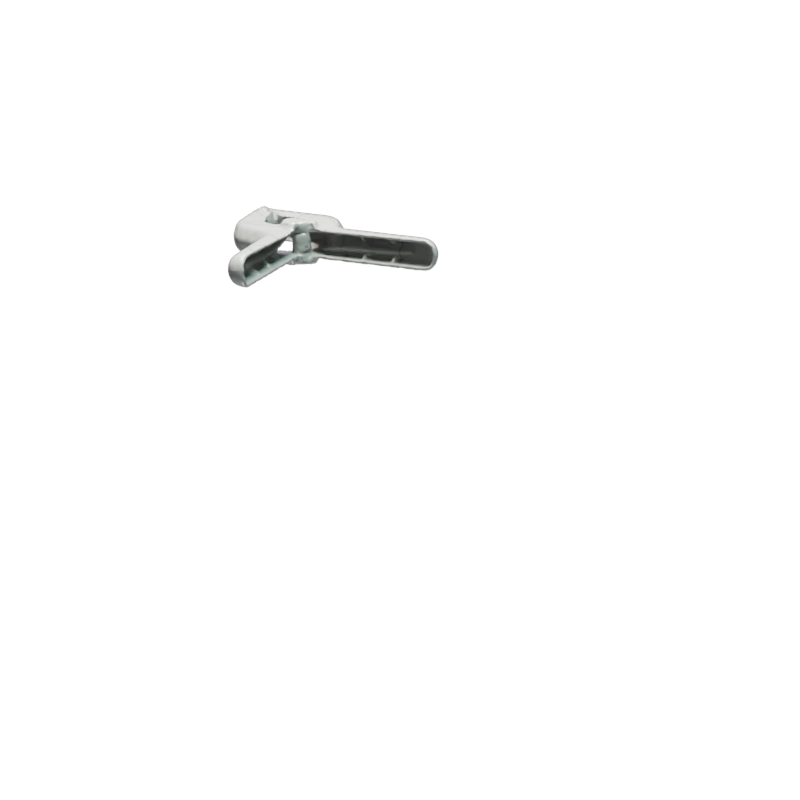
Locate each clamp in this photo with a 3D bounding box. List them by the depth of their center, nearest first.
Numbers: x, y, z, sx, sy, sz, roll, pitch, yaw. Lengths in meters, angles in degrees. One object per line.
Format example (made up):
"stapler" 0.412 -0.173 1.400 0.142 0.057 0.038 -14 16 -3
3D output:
"clamp" -0.072 -0.131 0.914 0.162 0.035 0.220 -4 19 -14
